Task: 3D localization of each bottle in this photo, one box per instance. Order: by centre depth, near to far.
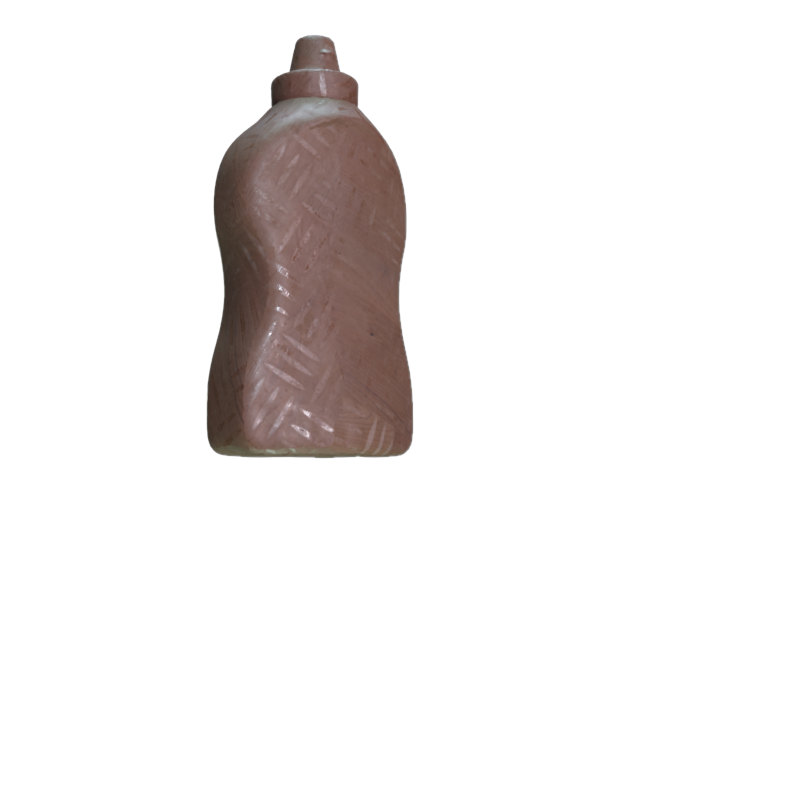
[{"bbox_3d":[-0.039,-0.072,0.501,0.092,0.197,0.059,7,-13,-38],"label":"bottle"}]
